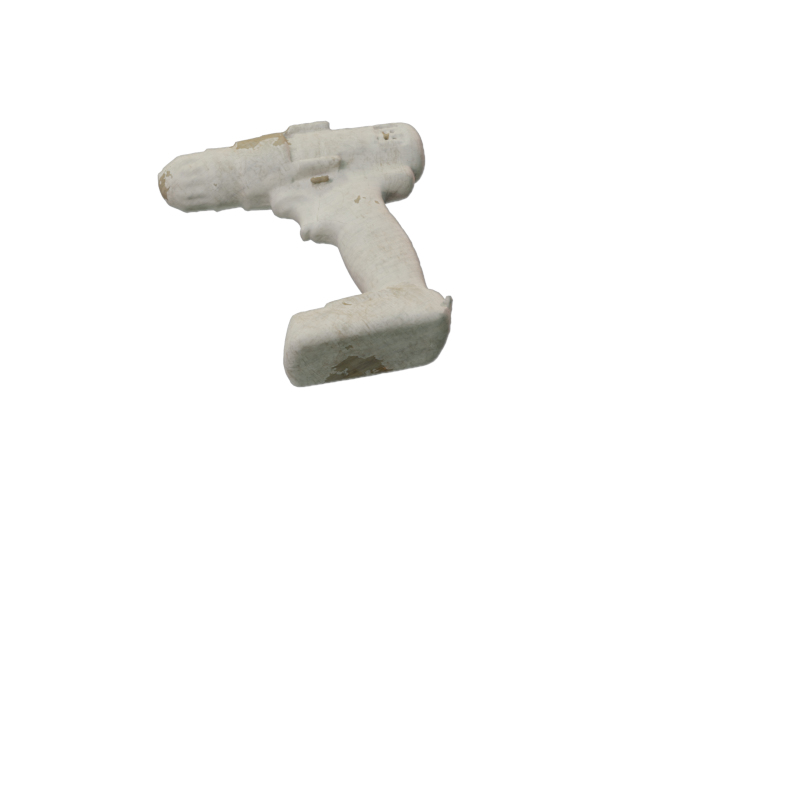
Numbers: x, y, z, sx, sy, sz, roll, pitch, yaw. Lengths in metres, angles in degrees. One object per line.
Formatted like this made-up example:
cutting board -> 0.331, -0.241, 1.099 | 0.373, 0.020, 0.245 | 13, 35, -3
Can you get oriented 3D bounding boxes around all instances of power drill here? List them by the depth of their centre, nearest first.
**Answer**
power drill -> -0.056, -0.103, 0.720 | 0.183, 0.202, 0.054 | -11, -35, -8
